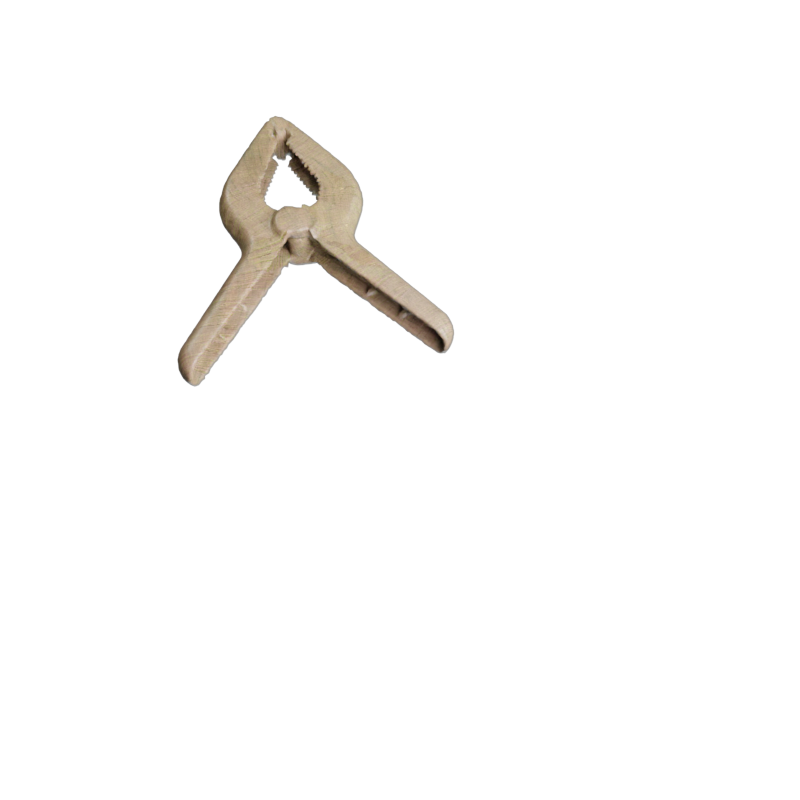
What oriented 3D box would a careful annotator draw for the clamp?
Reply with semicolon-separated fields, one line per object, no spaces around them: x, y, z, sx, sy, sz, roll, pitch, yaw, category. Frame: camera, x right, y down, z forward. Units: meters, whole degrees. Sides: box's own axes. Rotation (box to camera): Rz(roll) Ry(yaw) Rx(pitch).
-0.056;-0.102;0.714;0.164;0.225;0.034;-2;-37;-2;clamp
